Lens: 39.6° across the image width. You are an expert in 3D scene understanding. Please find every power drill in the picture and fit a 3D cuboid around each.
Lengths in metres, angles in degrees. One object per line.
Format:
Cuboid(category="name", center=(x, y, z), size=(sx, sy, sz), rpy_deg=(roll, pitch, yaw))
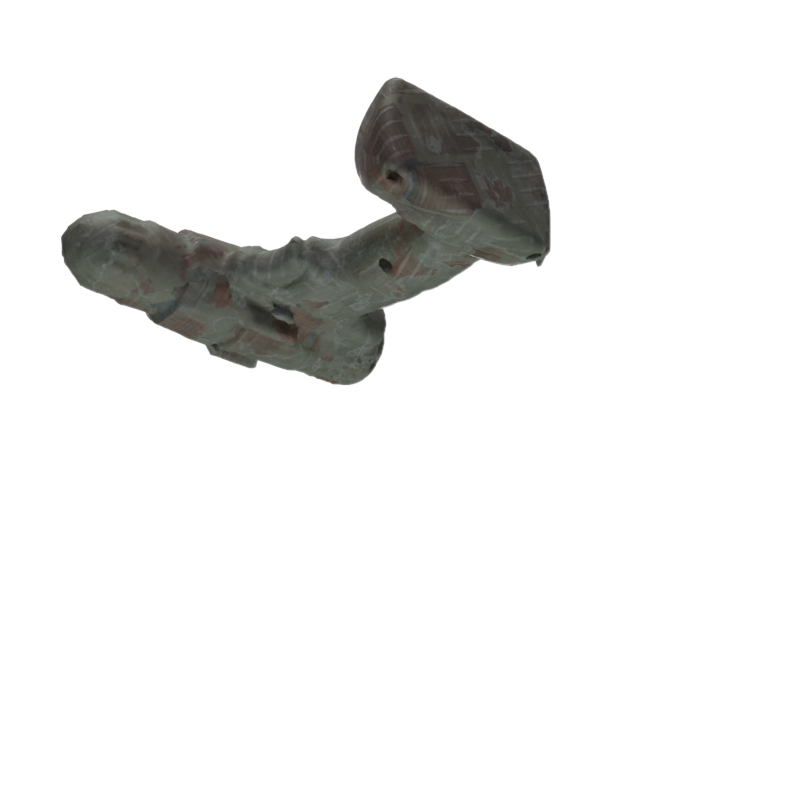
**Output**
Cuboid(category="power drill", center=(-0.041, -0.074, 0.518), size=(0.174, 0.061, 0.187), rpy_deg=(20, -31, -37))
